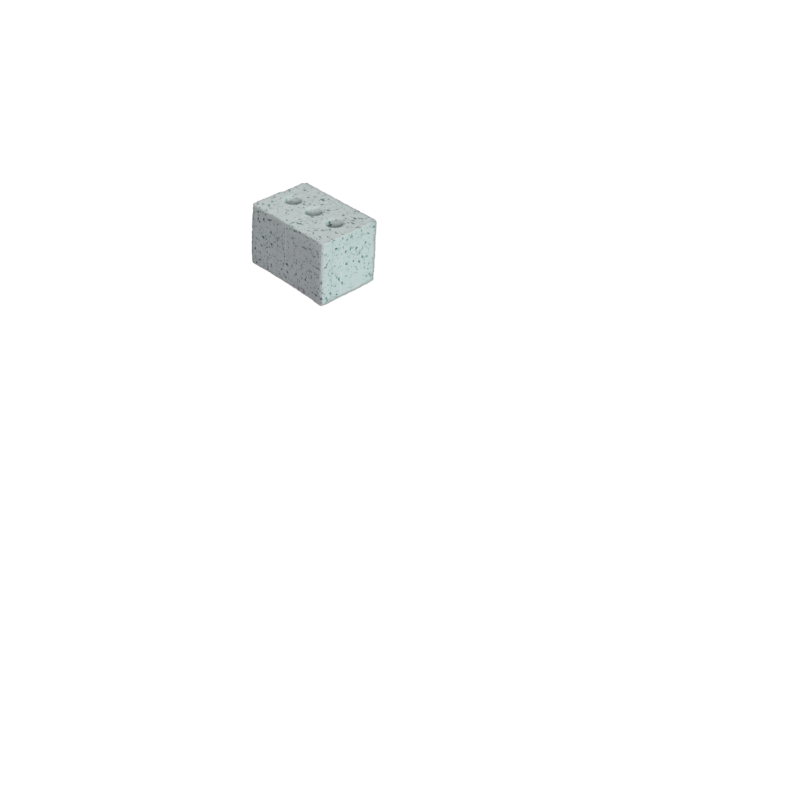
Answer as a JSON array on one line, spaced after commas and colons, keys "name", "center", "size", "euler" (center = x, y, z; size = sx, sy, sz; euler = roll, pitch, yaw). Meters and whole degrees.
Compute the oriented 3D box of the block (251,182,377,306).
[{"name": "block", "center": [-0.061, -0.112, 0.785], "size": [0.052, 0.048, 0.083], "euler": [-27, 44, -35]}]
